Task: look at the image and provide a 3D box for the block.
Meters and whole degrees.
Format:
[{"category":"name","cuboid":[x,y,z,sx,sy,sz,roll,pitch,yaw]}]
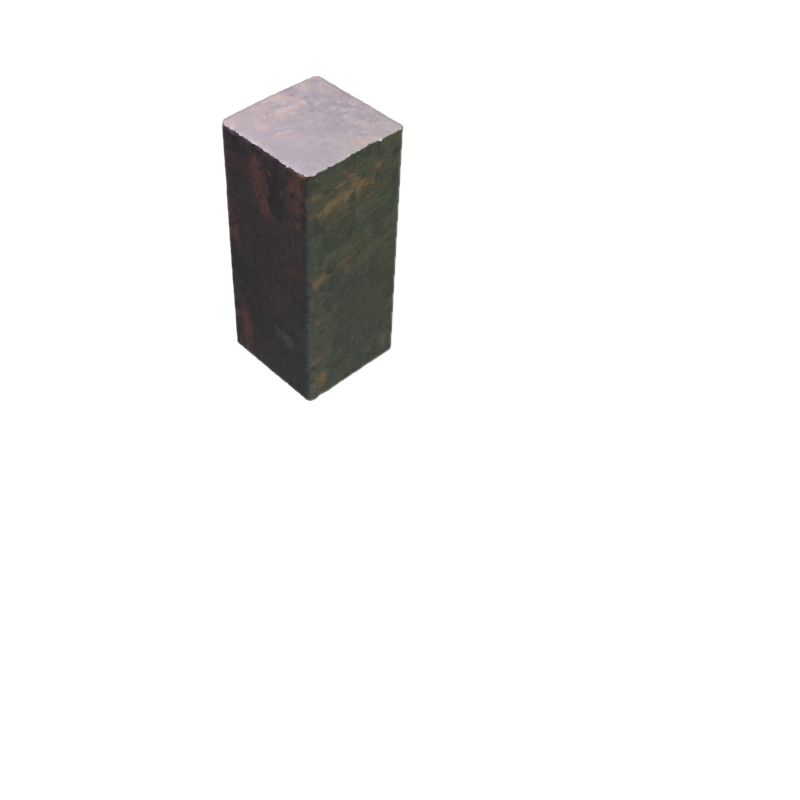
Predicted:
[{"category":"block","cuboid":[-0.063,-0.114,0.799,0.090,0.192,0.097,-32,54,-31]}]
